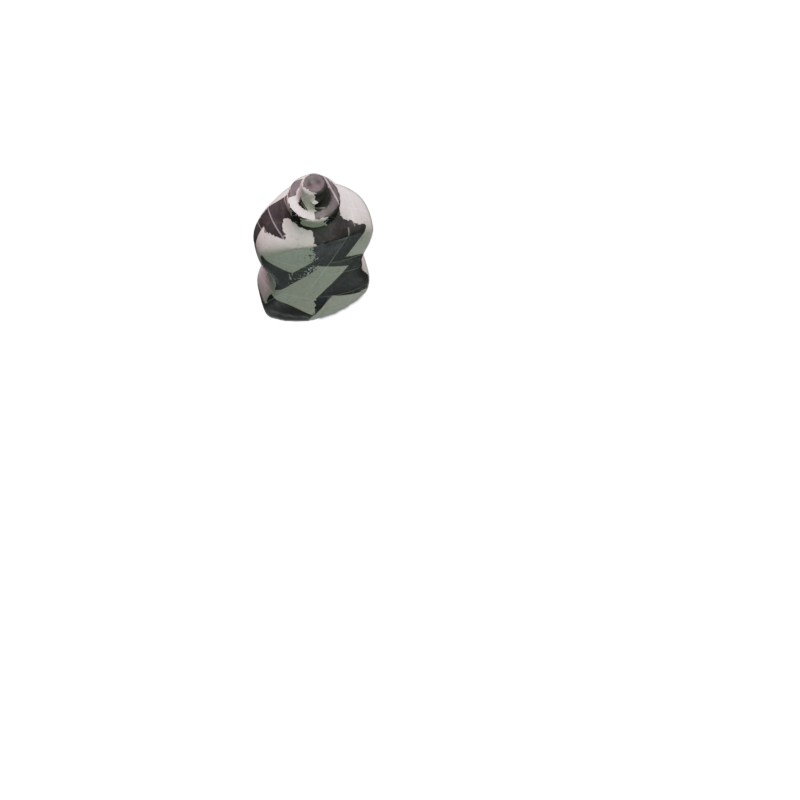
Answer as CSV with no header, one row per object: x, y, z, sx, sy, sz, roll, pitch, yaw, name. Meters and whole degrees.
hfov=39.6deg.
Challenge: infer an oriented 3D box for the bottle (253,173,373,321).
-0.071,-0.128,0.903,0.095,0.062,0.182,-13,-20,-9,bottle
